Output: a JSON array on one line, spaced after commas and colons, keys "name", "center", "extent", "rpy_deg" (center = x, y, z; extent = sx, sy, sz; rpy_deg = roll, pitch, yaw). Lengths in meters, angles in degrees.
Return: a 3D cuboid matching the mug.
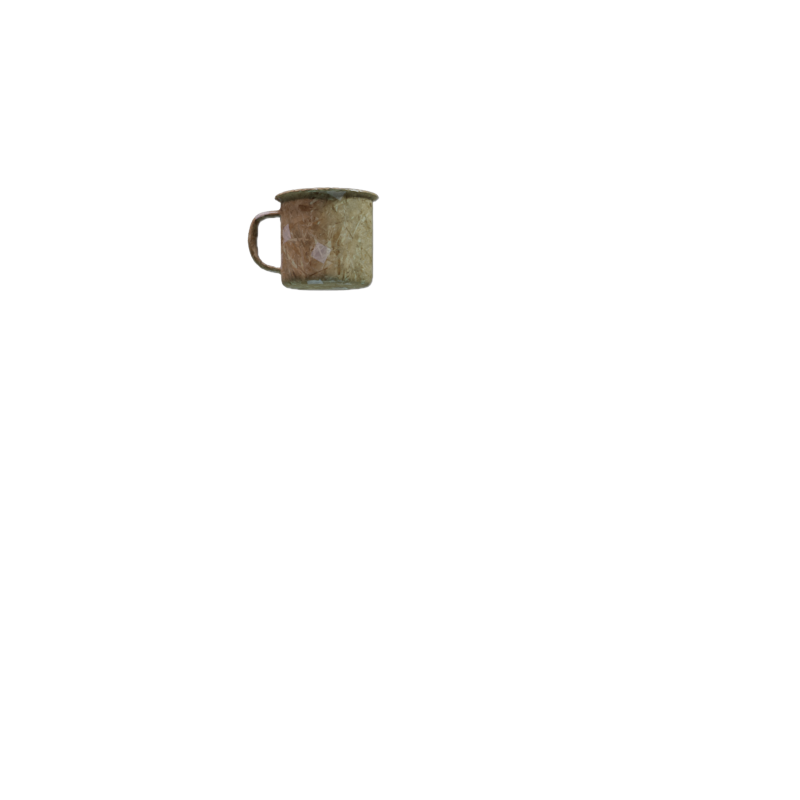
[{"name": "mug", "center": [-0.077, -0.140, 0.982], "extent": [0.117, 0.083, 0.092], "rpy_deg": [0, -3, 1]}]
